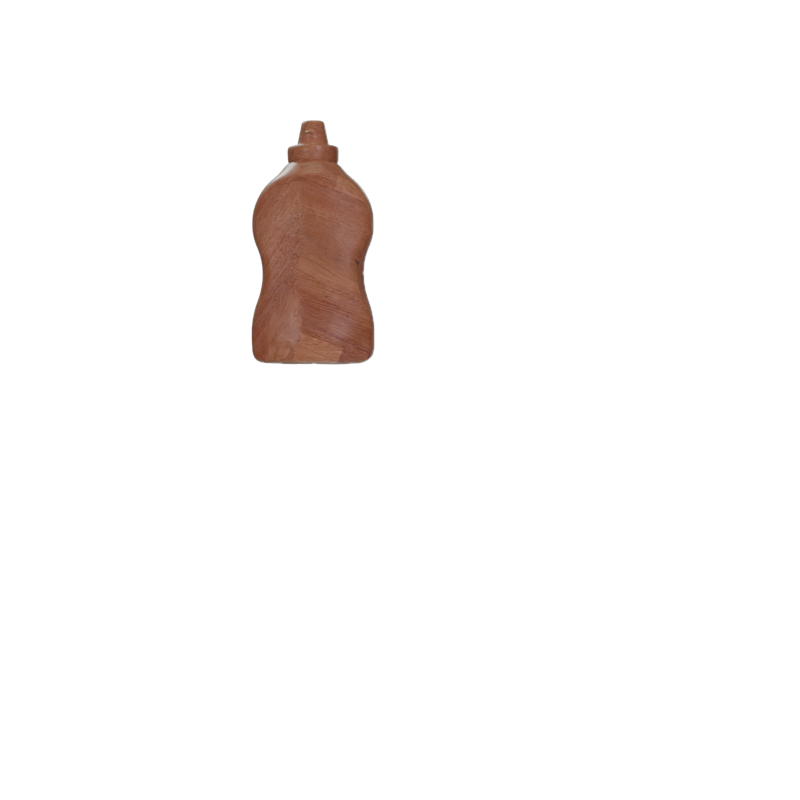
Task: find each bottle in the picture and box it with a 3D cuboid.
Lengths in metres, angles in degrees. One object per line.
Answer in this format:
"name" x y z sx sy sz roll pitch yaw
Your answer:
"bottle" -0.069 -0.126 0.881 0.097 0.193 0.057 0 -2 7
